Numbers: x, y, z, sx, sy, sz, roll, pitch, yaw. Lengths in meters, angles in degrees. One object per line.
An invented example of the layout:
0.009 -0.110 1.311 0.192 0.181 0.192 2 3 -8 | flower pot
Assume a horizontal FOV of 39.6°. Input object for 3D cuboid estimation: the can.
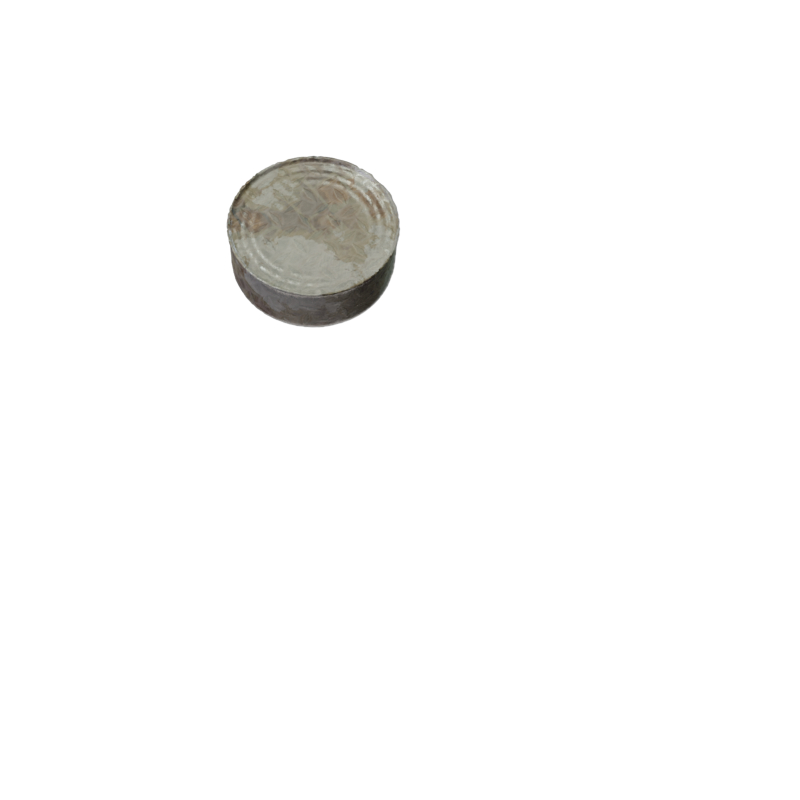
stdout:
-0.044 -0.080 0.561 0.086 0.092 0.031 -1 -33 -1 | can
